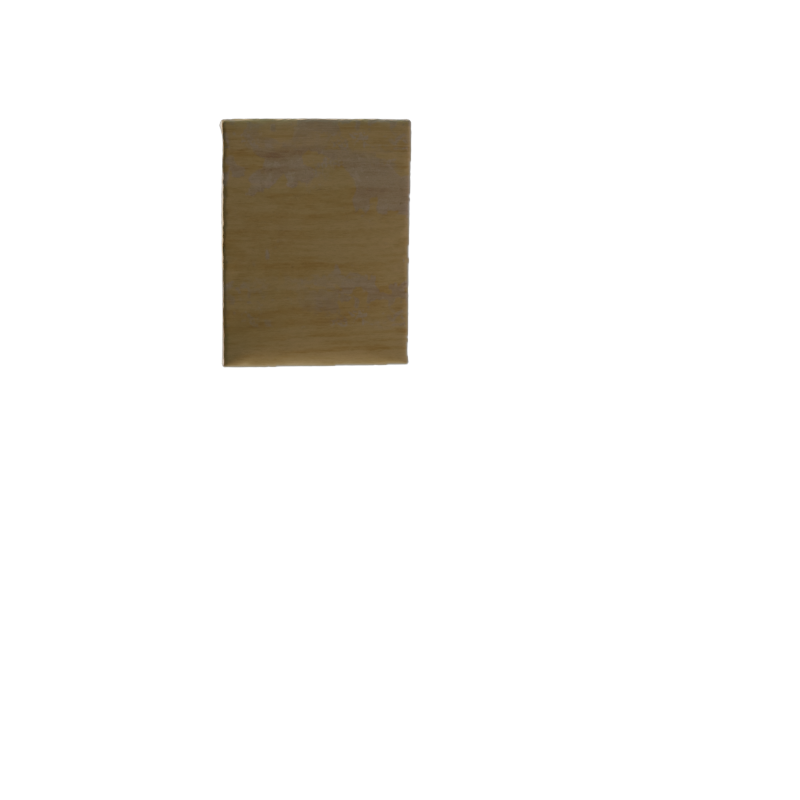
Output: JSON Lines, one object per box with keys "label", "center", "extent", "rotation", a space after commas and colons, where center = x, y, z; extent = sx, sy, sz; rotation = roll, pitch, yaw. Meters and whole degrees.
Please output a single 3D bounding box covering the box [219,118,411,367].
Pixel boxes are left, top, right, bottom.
{"label": "box", "center": [-0.076, -0.139, 0.975], "extent": [0.163, 0.211, 0.073], "rotation": [-1, 5, -7]}
